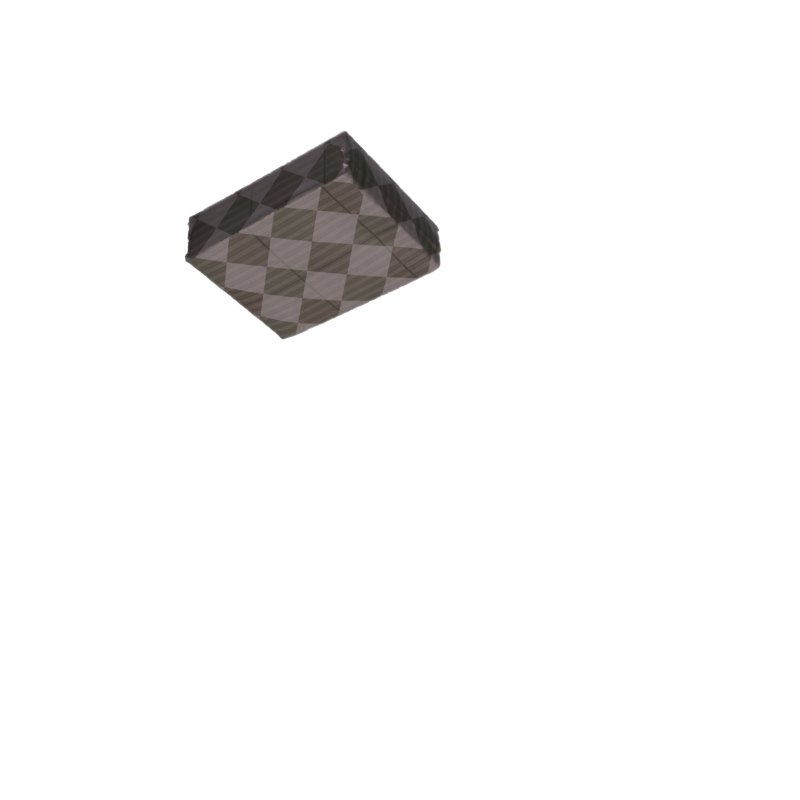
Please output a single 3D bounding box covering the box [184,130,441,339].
[{"bbox_3d":[-0.048,-0.087,0.612,0.114,0.042,0.083,-25,-47,25],"label":"box"}]
